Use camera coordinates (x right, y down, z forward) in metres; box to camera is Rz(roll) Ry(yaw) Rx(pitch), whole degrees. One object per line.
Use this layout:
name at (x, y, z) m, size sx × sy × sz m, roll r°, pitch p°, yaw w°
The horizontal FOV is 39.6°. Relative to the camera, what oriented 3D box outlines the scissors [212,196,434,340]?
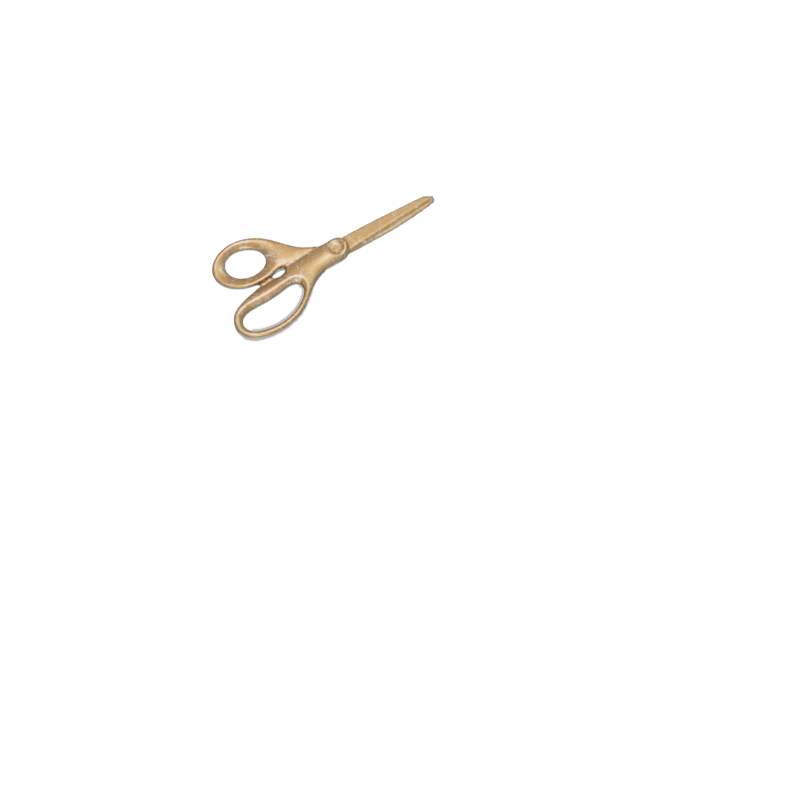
scissors at (-0.072, -0.132, 0.926) m, size 0.100 × 0.204 × 0.015 m, roll 39°, pitch -20°, yaw 17°
